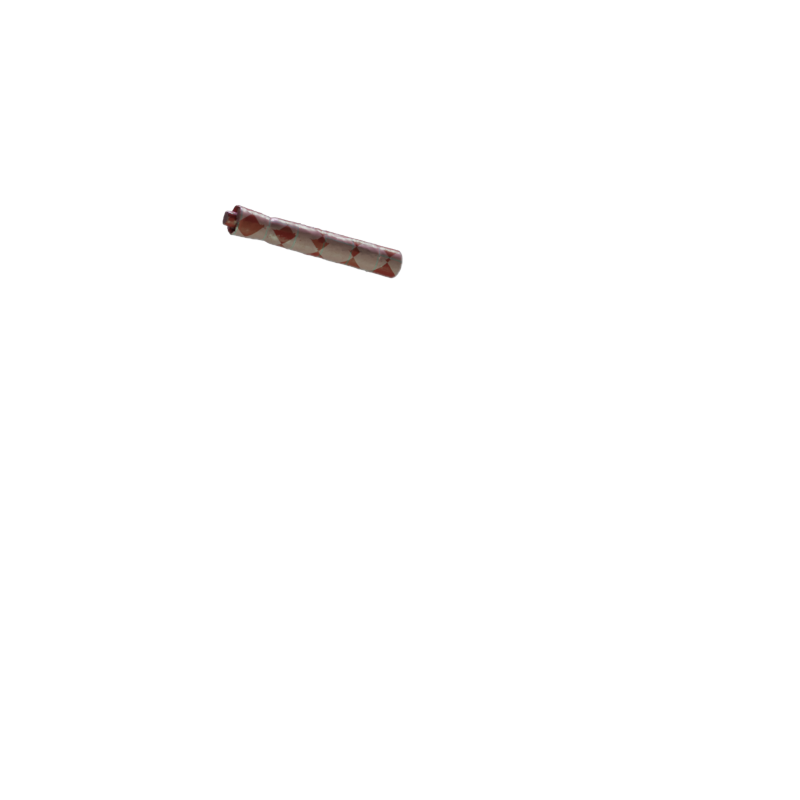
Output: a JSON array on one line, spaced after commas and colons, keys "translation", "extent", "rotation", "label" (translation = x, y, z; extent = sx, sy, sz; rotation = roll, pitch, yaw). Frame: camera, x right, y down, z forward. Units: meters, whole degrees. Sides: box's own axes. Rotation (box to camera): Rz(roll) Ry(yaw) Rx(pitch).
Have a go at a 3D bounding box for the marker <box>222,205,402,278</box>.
[{"translation": [-0.054, -0.099, 0.693], "extent": [0.116, 0.020, 0.020], "rotation": [12, -2, -25], "label": "marker"}]
